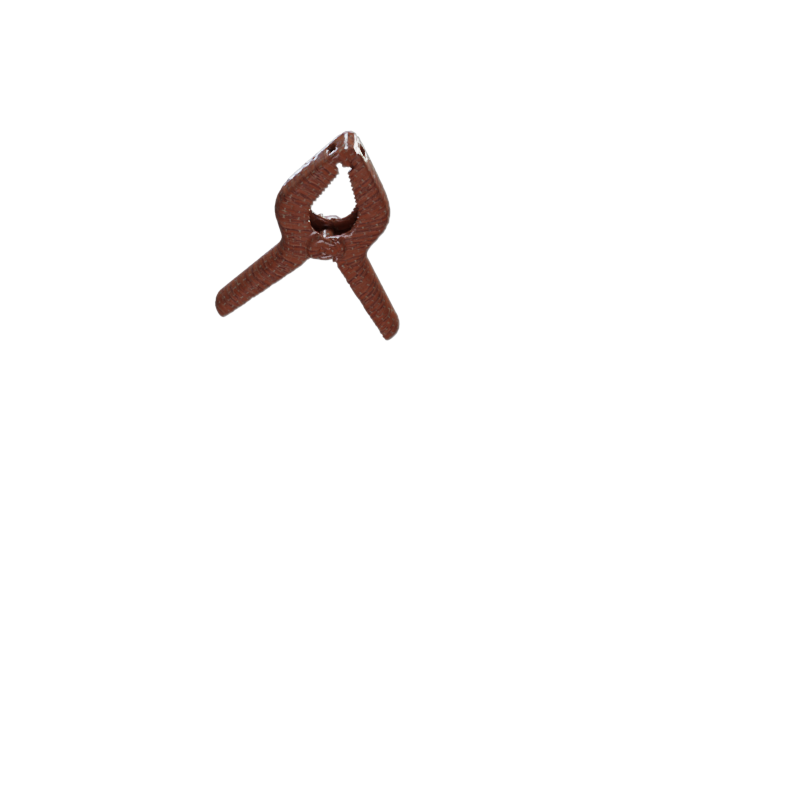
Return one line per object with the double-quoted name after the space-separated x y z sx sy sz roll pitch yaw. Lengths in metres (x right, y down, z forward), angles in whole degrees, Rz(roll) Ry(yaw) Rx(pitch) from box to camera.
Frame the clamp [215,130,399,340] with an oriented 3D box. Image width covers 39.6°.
-0.073 -0.133 0.931 0.164 0.196 0.039 4 43 -4 "clamp"
